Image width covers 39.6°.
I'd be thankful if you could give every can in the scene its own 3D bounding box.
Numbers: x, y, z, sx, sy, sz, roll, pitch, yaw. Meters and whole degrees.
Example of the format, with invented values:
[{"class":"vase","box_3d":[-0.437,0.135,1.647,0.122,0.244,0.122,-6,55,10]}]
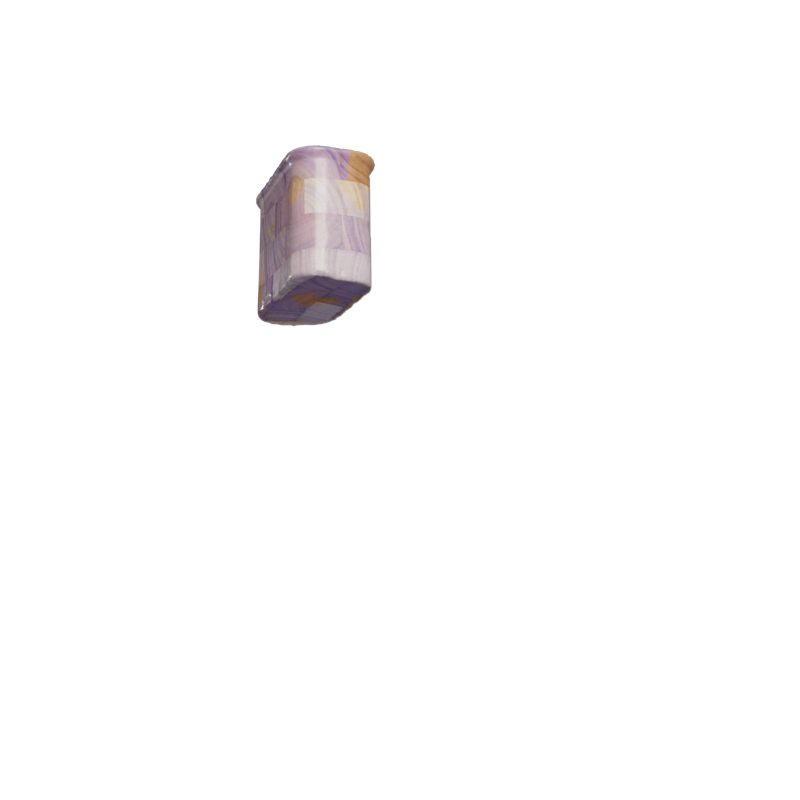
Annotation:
[{"class":"can","box_3d":[-0.055,-0.100,0.699,0.056,0.088,0.100,7,-19,-21]}]
